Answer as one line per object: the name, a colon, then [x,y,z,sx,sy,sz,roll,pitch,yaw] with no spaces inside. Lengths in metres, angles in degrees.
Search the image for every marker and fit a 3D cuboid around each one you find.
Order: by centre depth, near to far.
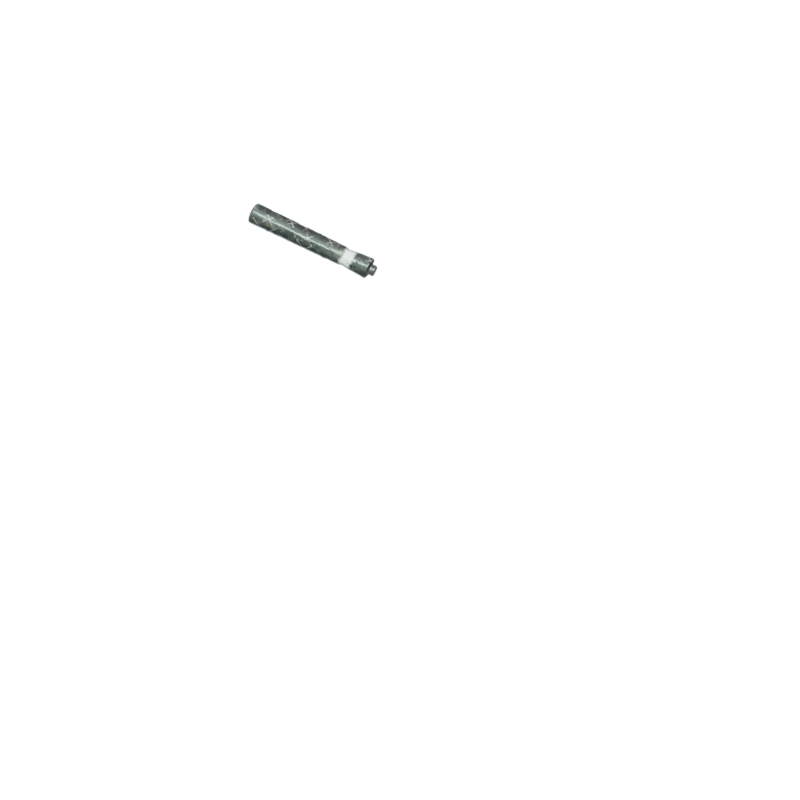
marker: [-0.076,-0.138,0.967,0.124,0.019,0.019,27,9,12]
